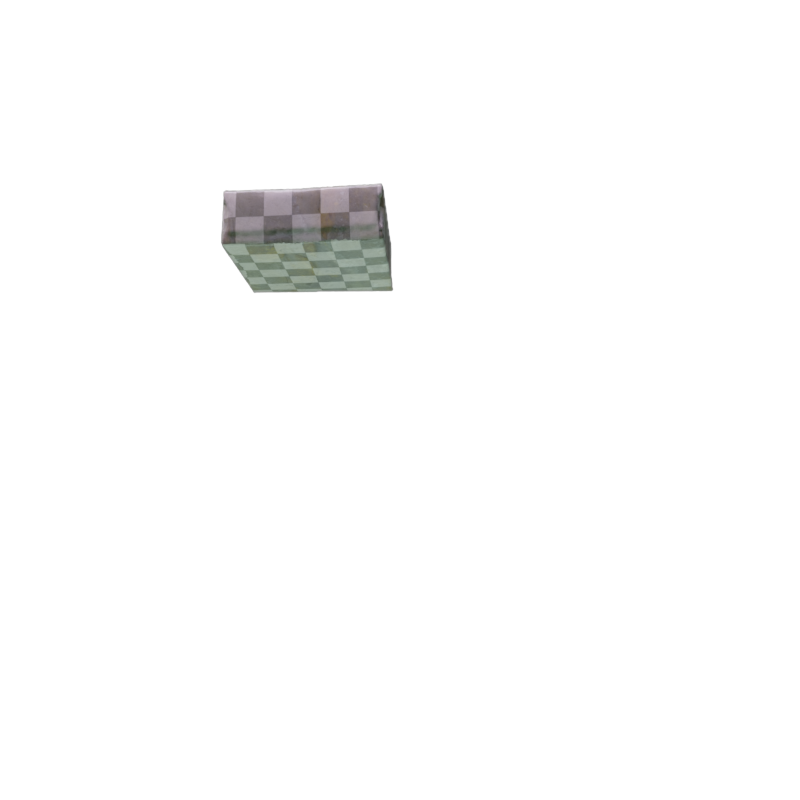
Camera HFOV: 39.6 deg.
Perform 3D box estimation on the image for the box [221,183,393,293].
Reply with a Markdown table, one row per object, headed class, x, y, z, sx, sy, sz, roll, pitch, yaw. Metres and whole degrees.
| class | x | y | z | sx | sy | sz | roll | pitch | yaw |
| --- | --- | --- | --- | --- | --- | --- | --- | --- | --- |
| box | -0.042 | -0.076 | 0.533 | 0.074 | 0.031 | 0.086 | -1 | -10 | 4 |
